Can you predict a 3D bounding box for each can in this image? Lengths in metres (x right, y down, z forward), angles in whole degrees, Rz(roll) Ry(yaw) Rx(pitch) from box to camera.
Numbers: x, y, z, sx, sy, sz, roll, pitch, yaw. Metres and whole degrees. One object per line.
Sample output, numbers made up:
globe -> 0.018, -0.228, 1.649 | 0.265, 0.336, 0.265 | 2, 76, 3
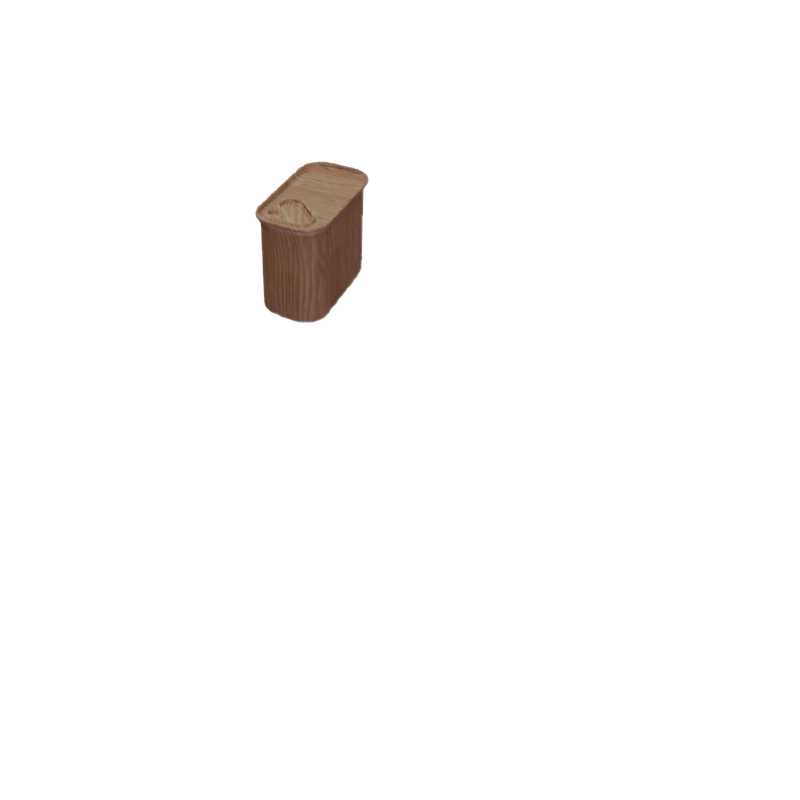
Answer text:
can -> -0.066, -0.120, 0.840 | 0.059, 0.078, 0.105 | 15, 38, 17
